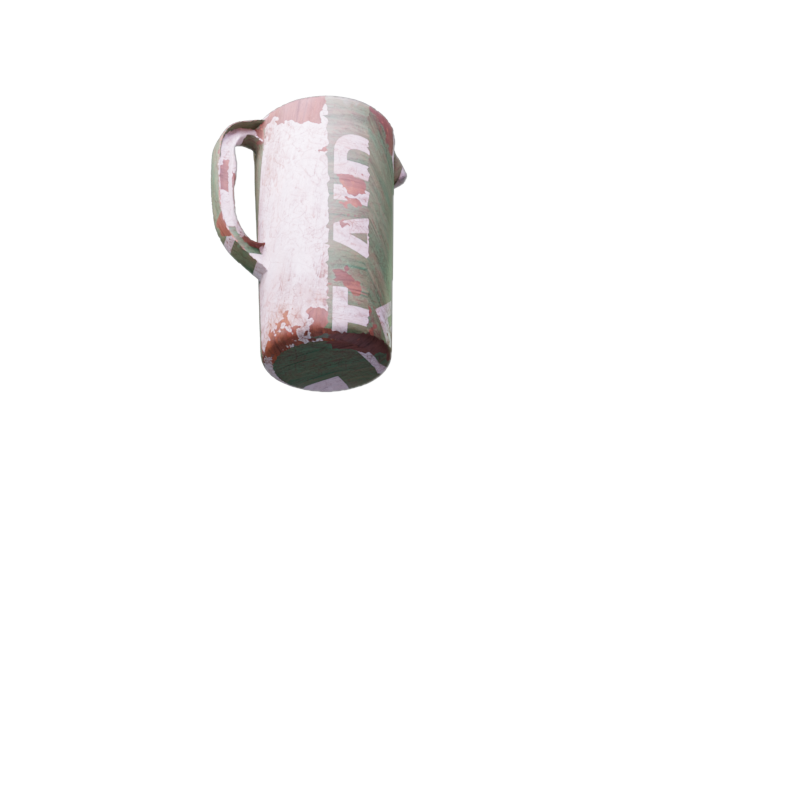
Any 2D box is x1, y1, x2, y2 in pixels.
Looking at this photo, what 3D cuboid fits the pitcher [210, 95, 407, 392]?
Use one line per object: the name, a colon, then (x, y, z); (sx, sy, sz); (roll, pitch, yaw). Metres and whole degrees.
pitcher: (-0.076, -0.138, 0.965); (0.151, 0.259, 0.134); (-11, -33, 14)
